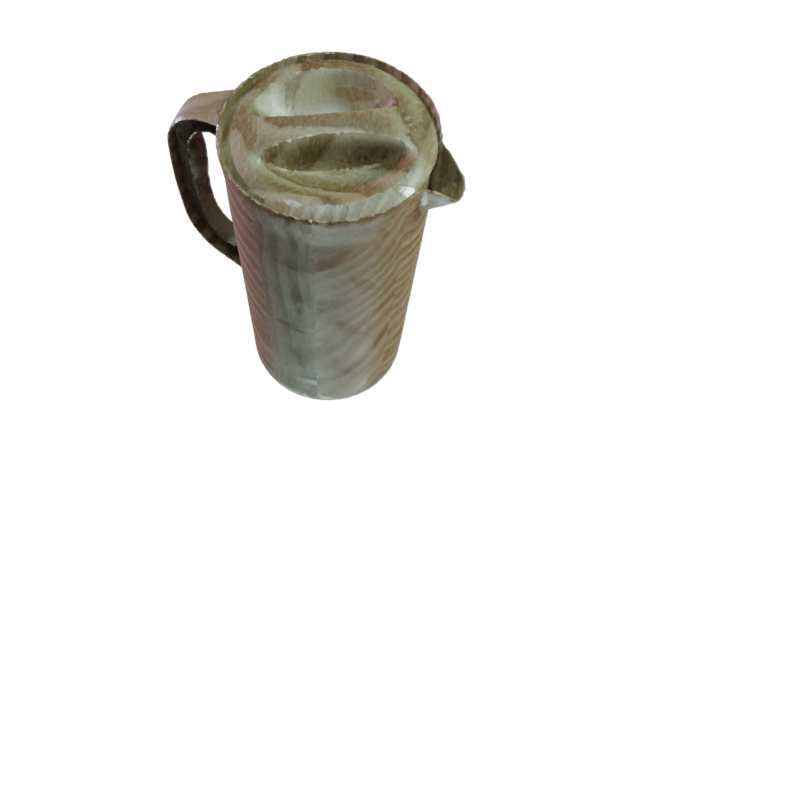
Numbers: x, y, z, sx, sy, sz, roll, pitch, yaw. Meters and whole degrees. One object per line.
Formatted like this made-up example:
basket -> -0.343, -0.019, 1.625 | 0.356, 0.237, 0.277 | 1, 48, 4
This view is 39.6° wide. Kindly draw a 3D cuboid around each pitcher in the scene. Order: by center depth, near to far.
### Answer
pitcher -> -0.058, -0.105, 0.738 | 0.144, 0.160, 0.228 | -21, -28, -16
